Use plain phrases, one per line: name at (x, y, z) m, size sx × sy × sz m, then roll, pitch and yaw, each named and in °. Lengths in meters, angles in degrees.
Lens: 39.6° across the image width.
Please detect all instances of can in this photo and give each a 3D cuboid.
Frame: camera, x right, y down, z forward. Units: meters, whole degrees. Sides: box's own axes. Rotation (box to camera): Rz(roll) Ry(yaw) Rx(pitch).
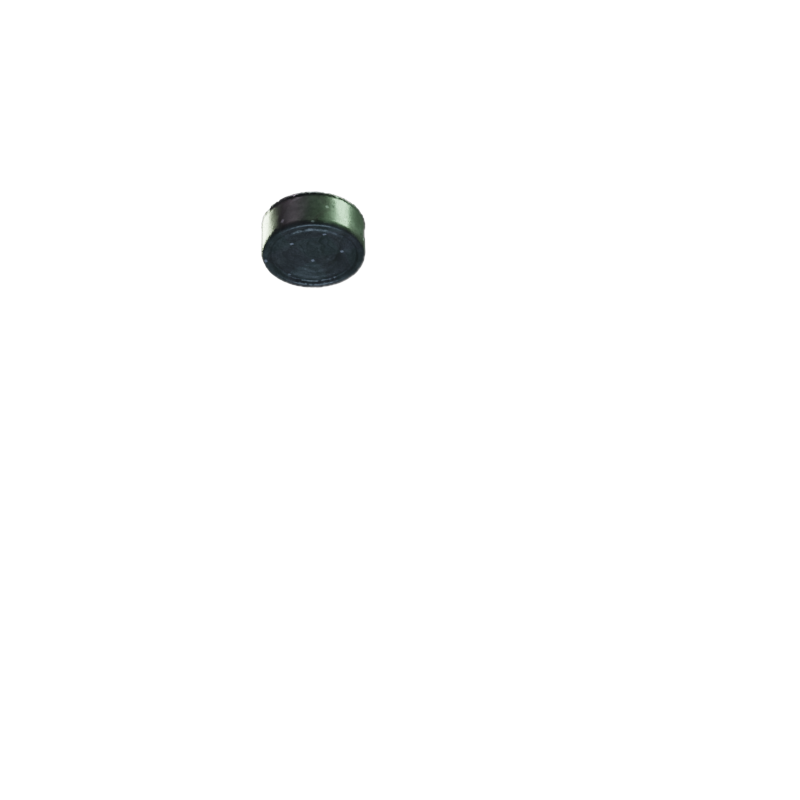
can at (-0.071, -0.129, 0.905) m, size 0.086 × 0.036 × 0.080 m, roll 1°, pitch -35°, yaw -2°
